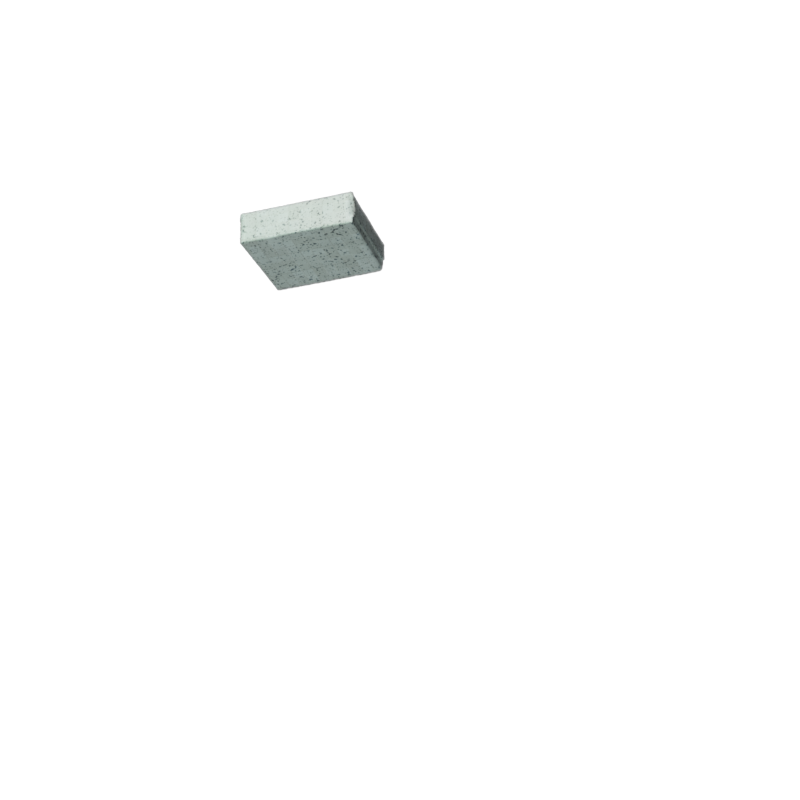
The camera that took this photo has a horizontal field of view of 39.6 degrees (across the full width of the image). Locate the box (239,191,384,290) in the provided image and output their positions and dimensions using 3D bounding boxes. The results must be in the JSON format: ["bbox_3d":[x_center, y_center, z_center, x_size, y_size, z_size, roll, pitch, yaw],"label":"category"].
[{"bbox_3d":[-0.064,-0.117,0.822,0.090,0.032,0.068,-9,-28,17],"label":"box"}]
